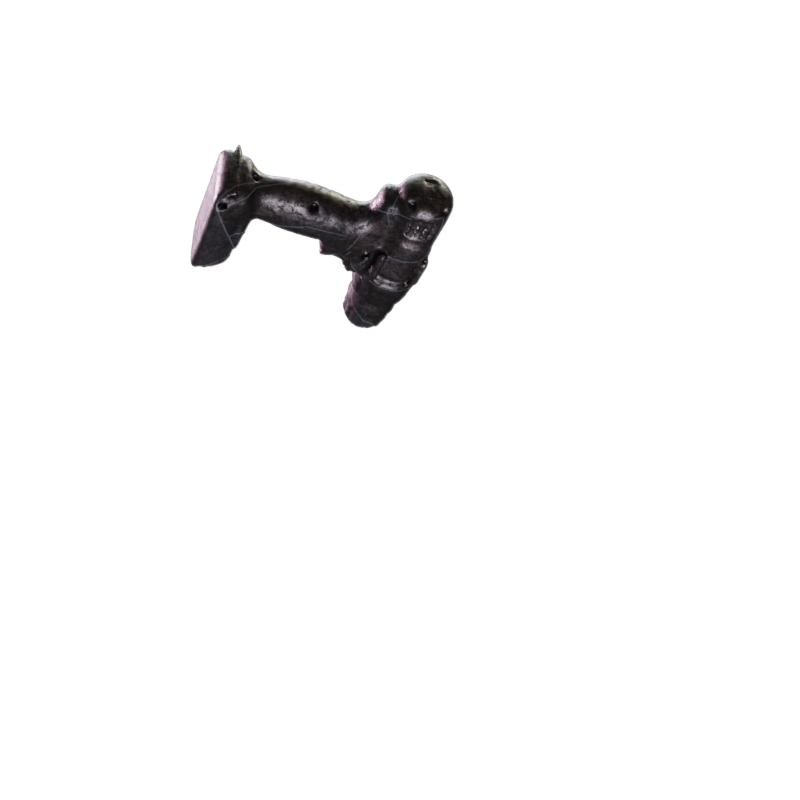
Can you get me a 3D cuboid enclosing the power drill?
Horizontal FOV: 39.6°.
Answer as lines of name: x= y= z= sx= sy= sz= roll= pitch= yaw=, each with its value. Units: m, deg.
power drill: x=-0.070 y=-0.128 z=0.894 sx=0.183 sy=0.061 sz=0.176 roll=10 pitch=-35 yaw=-15
